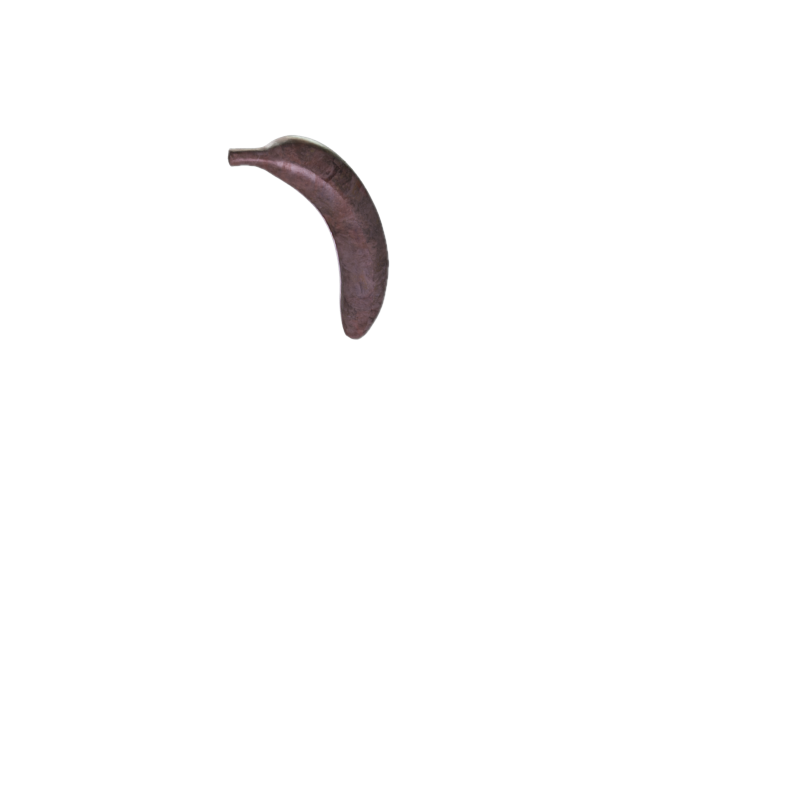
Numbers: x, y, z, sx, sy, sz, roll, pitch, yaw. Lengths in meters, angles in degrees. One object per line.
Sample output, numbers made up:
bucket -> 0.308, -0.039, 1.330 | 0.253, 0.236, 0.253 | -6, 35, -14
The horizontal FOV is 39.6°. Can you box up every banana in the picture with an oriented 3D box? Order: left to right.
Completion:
banana -> -0.047, -0.122, 0.789 | 0.070, 0.039, 0.183 | -20, -51, 17
